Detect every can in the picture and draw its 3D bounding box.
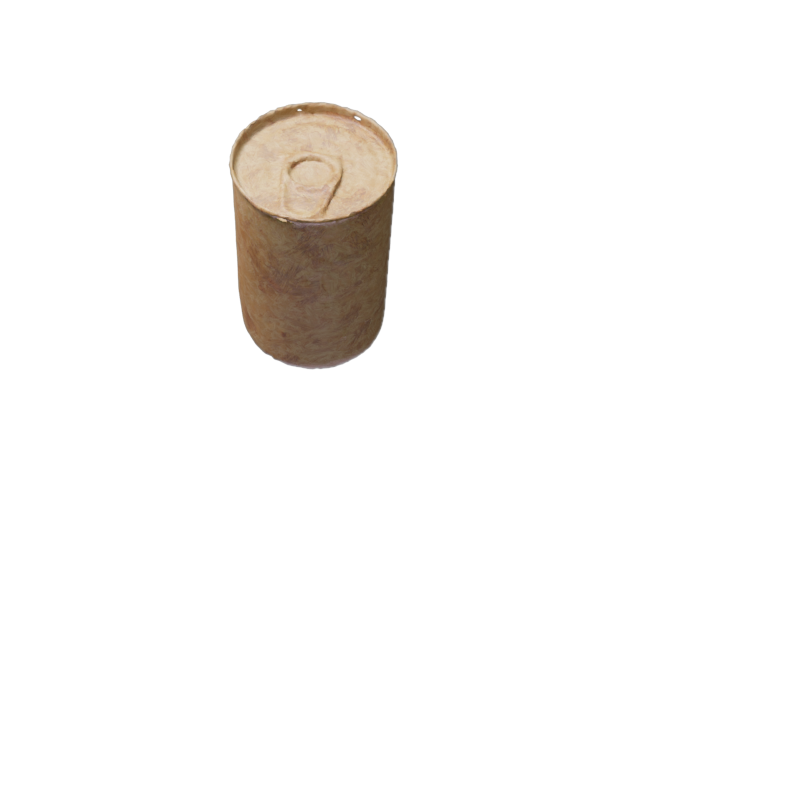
[{"bbox_3d":[-0.038,-0.069,0.482,0.068,0.073,0.095,0,-37,-3],"label":"can"}]
